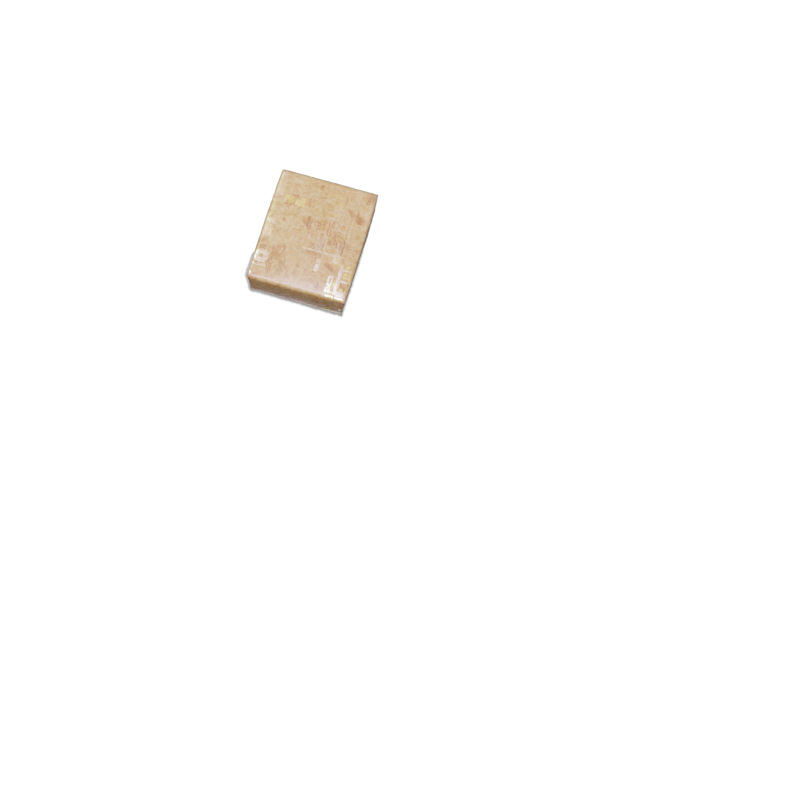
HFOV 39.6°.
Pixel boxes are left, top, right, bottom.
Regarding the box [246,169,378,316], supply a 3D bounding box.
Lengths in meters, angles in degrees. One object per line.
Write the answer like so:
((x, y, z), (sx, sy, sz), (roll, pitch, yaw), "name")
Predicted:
((-0.077, -0.140, 0.982), (0.091, 0.118, 0.037), (14, -21, 5), "box")
